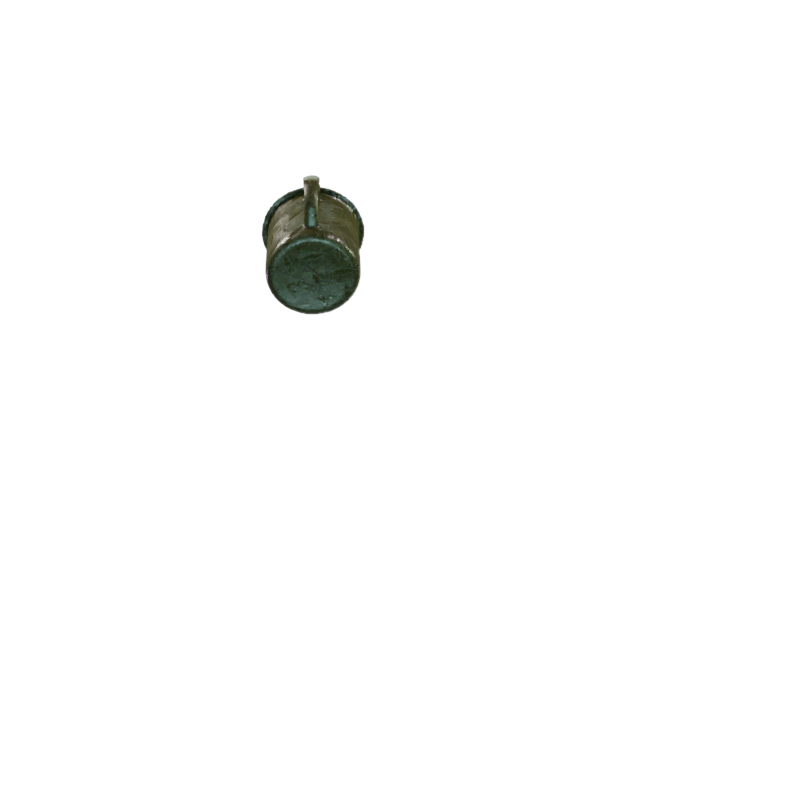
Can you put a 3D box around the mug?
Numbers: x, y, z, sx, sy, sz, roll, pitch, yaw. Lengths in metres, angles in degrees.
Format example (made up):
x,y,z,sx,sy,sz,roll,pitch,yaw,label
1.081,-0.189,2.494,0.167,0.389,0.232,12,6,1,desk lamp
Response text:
x,y,z,sx,sy,sz,roll,pitch,yaw,label
-0.076,-0.138,0.968,0.093,0.110,0.087,1,32,-3,mug
